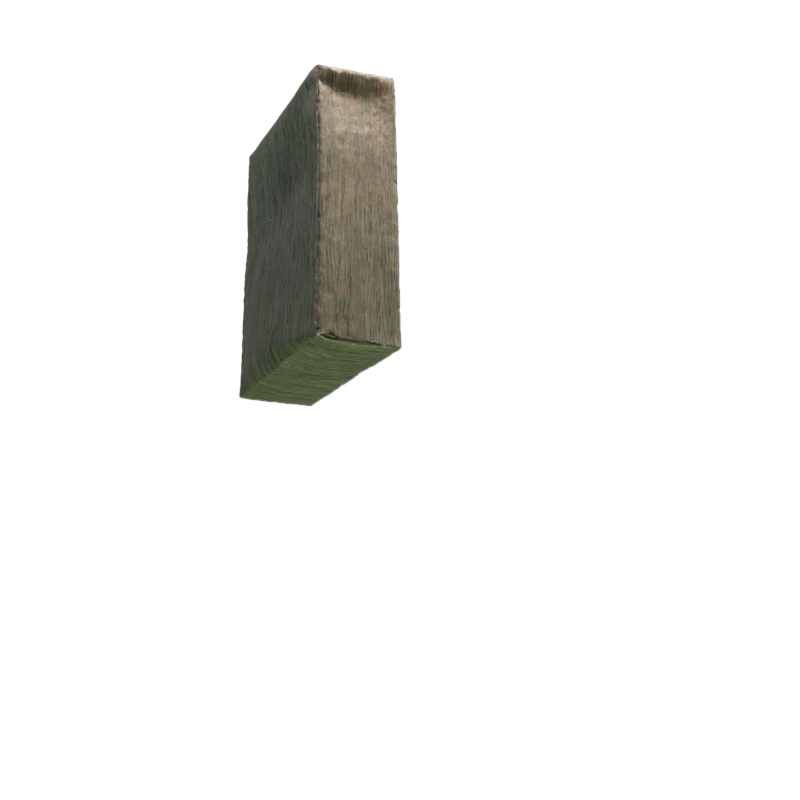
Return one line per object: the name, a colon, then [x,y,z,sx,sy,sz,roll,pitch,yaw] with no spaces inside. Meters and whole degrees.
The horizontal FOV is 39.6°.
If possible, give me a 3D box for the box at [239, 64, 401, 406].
box: [-0.066,-0.120,0.839,0.069,0.224,0.162,8,-22,-24]
